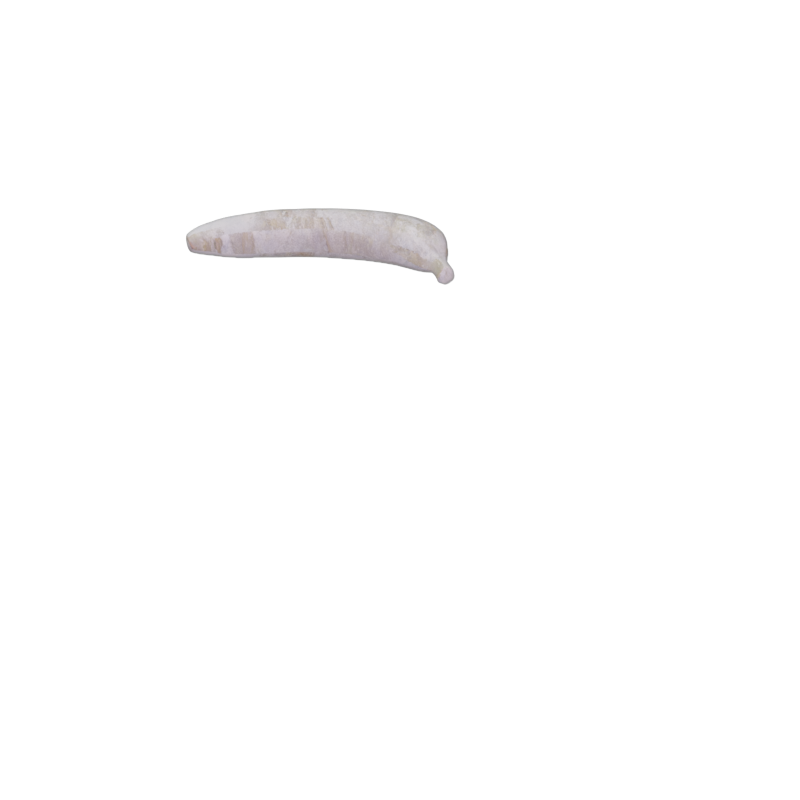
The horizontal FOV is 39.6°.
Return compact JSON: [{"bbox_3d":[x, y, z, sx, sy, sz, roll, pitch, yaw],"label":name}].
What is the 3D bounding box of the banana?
[{"bbox_3d":[-0.049,-0.112,0.768,0.204,0.036,0.070,8,18,22],"label":"banana"}]
